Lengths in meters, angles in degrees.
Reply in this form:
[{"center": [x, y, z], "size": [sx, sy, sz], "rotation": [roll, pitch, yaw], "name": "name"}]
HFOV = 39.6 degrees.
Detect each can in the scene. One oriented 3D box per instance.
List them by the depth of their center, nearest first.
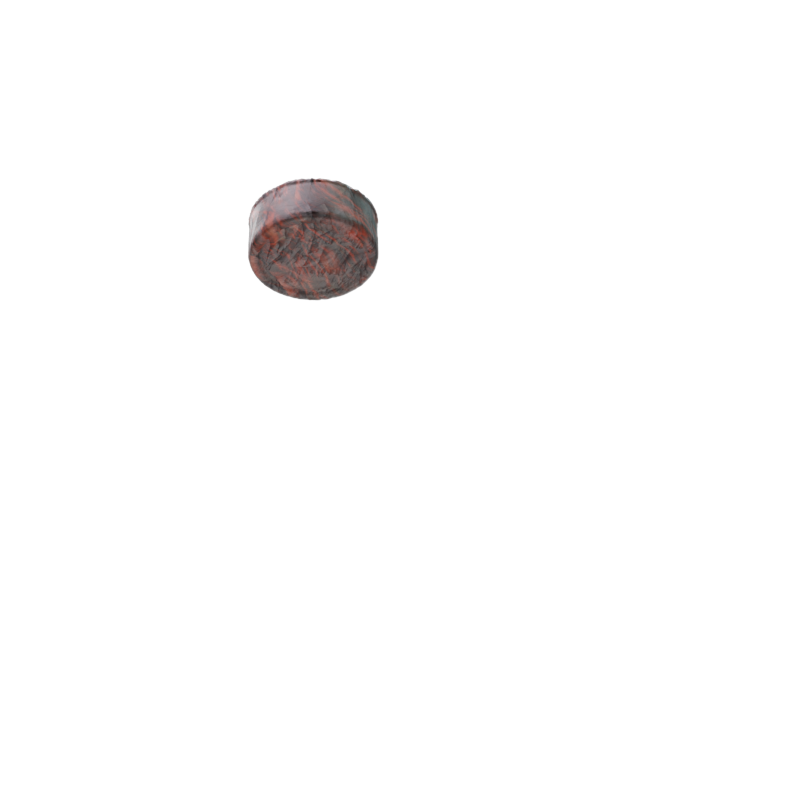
[{"center": [-0.057, -0.103, 0.725], "size": [0.086, 0.036, 0.080], "rotation": [1, -37, -2], "name": "can"}]
